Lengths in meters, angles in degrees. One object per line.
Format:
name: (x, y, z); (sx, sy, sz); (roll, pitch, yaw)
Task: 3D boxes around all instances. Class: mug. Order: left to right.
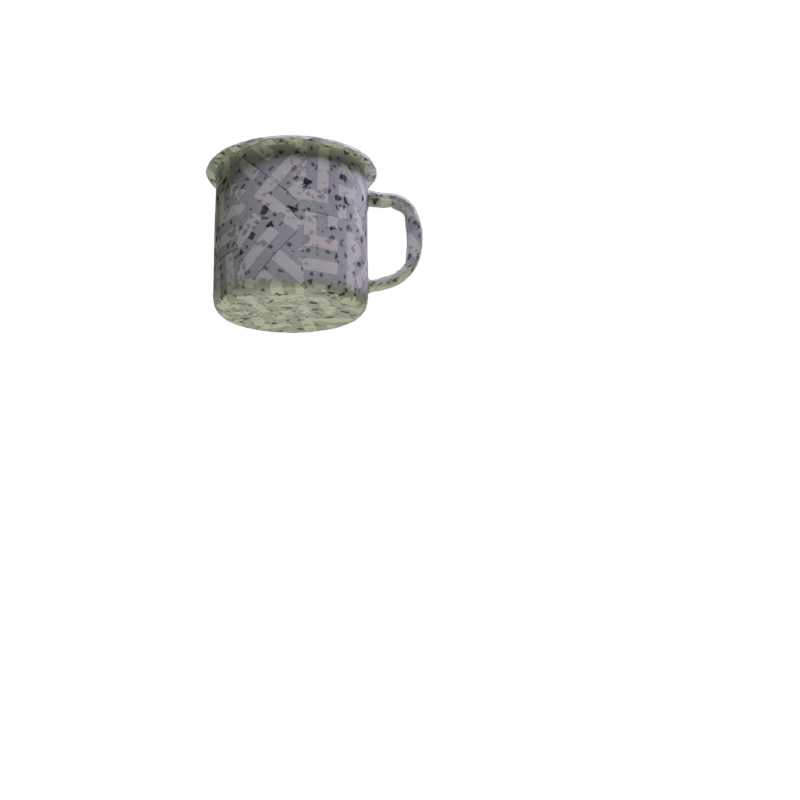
mug: (-0.046, -0.085, 0.593); (0.116, 0.085, 0.090); (1, -17, -5)
